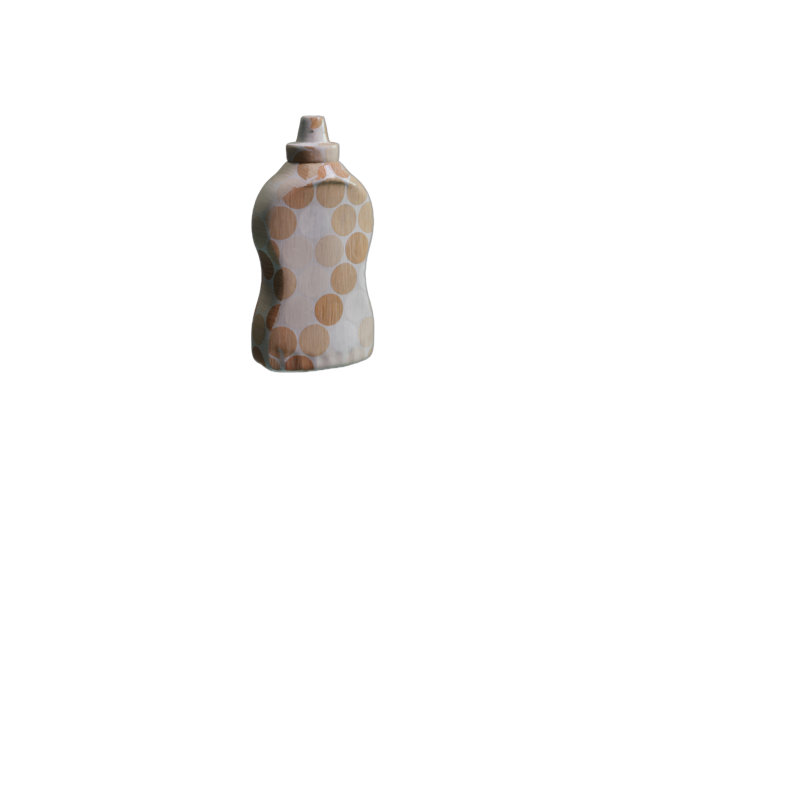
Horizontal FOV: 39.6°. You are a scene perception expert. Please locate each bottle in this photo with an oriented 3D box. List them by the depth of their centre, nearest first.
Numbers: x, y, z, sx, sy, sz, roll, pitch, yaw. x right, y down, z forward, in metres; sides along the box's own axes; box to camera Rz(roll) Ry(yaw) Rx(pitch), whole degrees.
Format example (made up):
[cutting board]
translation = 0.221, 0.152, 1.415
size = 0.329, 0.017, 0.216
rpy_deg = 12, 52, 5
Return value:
[bottle]
translation = -0.067, -0.121, 0.850
size = 0.094, 0.187, 0.061
rpy_deg = -5, 13, -26
